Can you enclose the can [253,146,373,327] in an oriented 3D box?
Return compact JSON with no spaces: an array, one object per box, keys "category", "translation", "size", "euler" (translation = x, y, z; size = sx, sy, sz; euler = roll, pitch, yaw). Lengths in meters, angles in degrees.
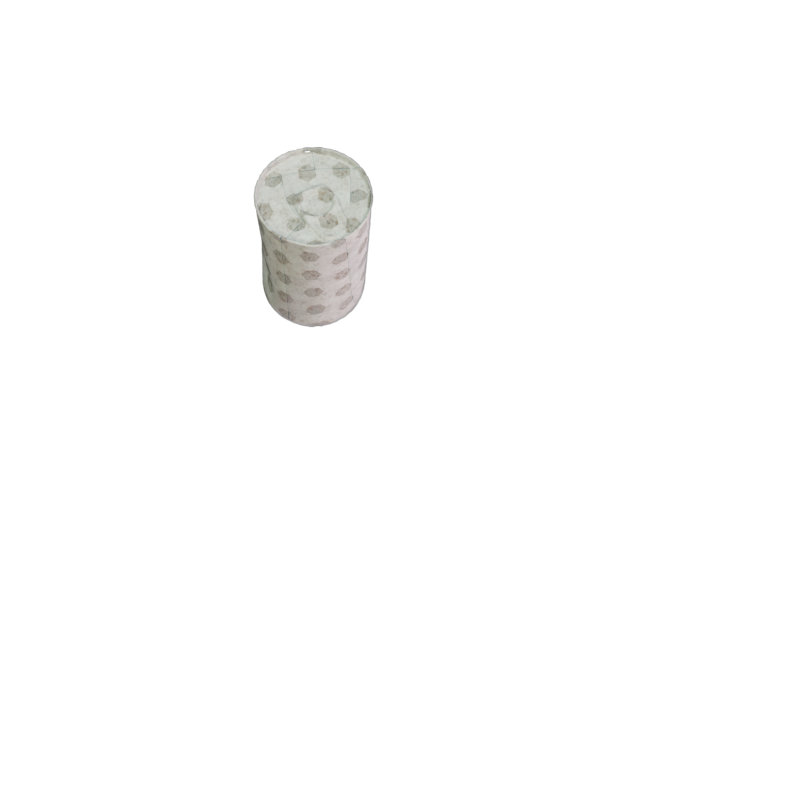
[{"category":"can","translation":[-0.053,-0.096,0.672],"size":[0.068,0.073,0.096],"euler":[0,-27,-3]}]
